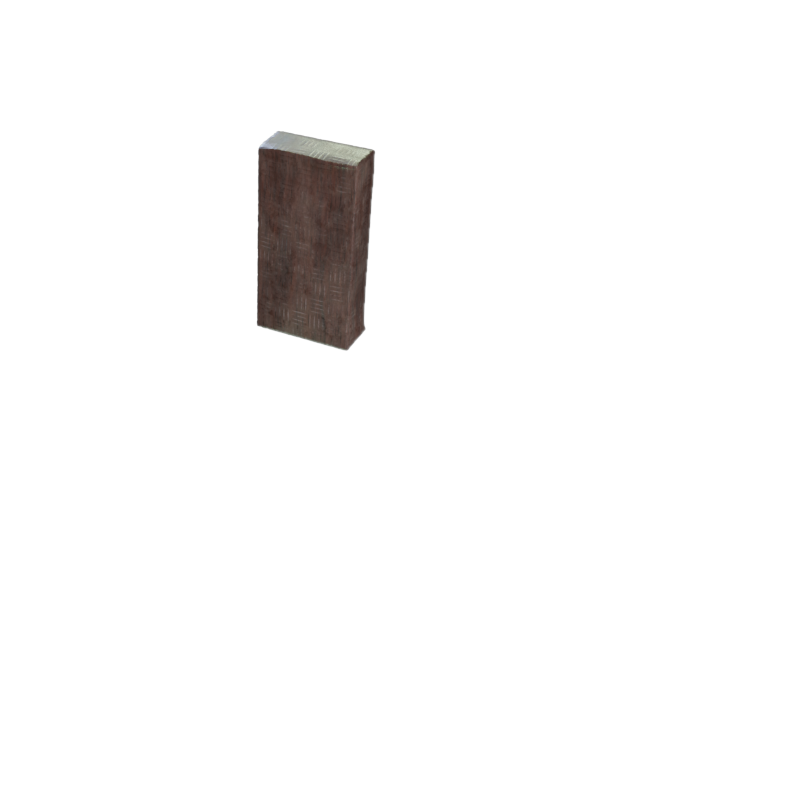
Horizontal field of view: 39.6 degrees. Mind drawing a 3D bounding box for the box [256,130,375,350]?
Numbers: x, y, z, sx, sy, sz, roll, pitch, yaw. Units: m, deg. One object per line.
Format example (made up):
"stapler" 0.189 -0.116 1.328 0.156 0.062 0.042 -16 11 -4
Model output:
"box" -0.075 -0.136 0.950 0.097 0.166 0.049 15 34 20
